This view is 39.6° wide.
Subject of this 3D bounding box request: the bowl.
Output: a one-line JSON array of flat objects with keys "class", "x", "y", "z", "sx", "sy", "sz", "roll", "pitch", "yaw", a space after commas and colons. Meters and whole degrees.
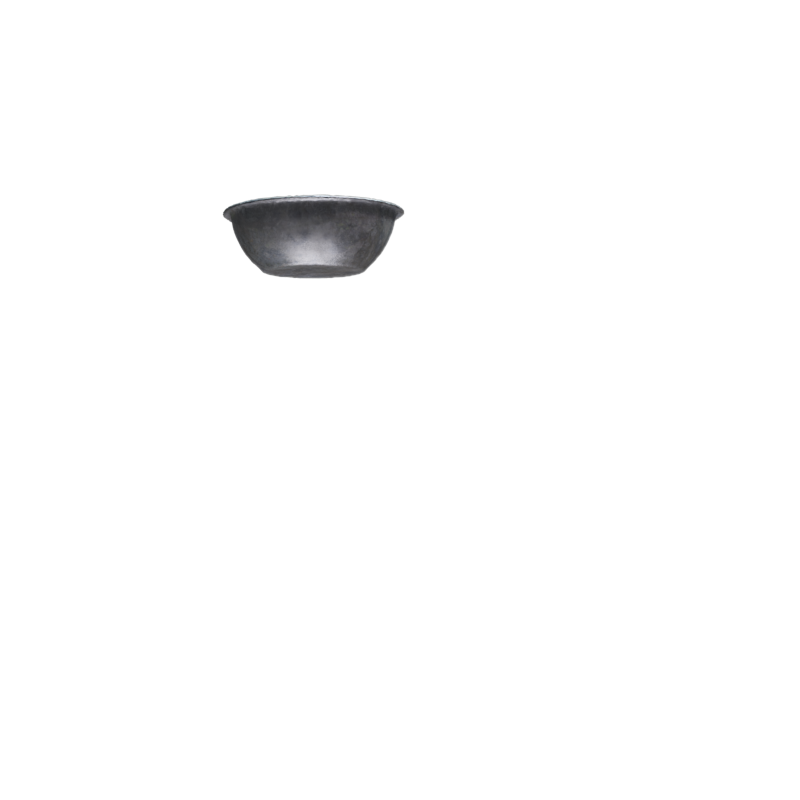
[{"class": "bowl", "x": -0.077, "y": -0.141, "z": 0.986, "sx": 0.162, "sy": 0.056, "sz": 0.160, "roll": 0, "pitch": -2, "yaw": -2}]
